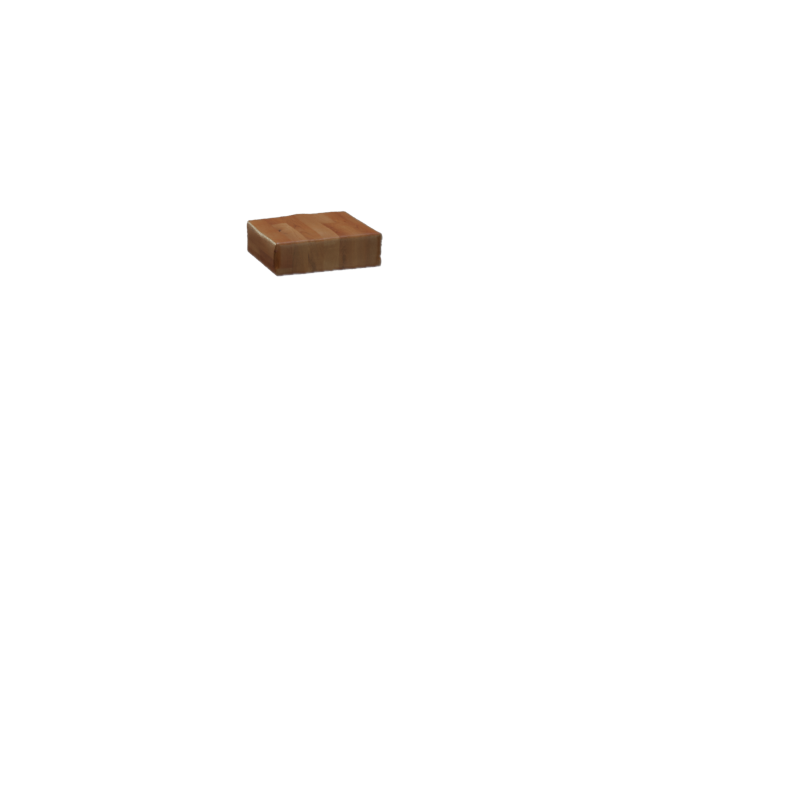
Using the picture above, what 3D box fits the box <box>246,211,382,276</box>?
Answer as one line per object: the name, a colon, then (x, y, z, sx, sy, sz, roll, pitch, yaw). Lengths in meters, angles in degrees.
box: (-0.068, -0.125, 0.872, 0.087, 0.029, 0.078, -9, 24, -21)
